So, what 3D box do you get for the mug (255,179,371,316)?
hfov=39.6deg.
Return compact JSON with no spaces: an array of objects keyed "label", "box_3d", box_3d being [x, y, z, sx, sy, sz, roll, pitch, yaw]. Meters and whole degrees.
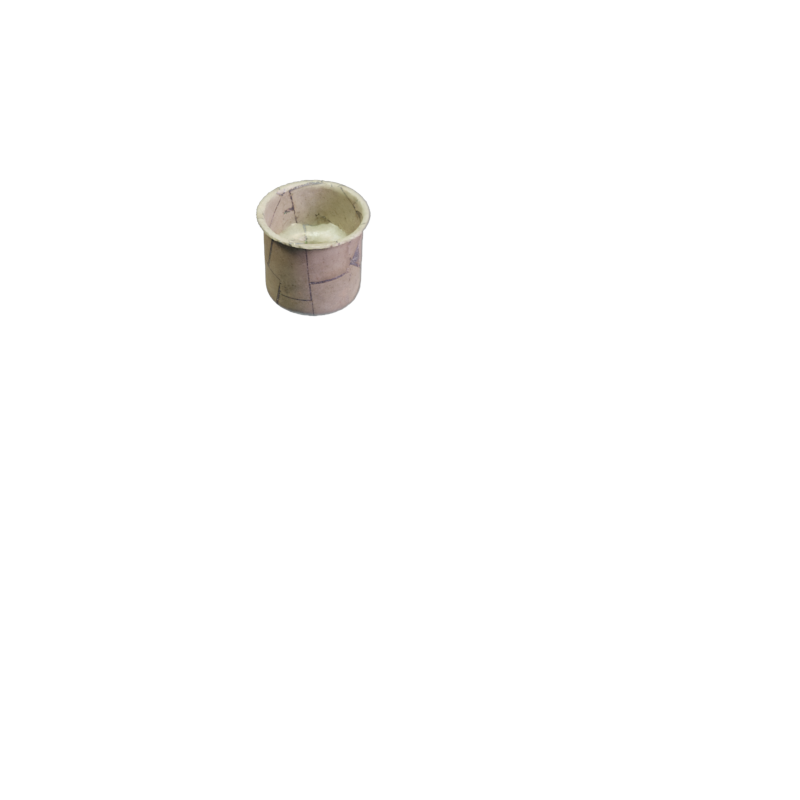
[{"label":"mug","box_3d":[-0.073,-0.133,0.934,0.093,0.076,0.126,-1,42,-2]}]
